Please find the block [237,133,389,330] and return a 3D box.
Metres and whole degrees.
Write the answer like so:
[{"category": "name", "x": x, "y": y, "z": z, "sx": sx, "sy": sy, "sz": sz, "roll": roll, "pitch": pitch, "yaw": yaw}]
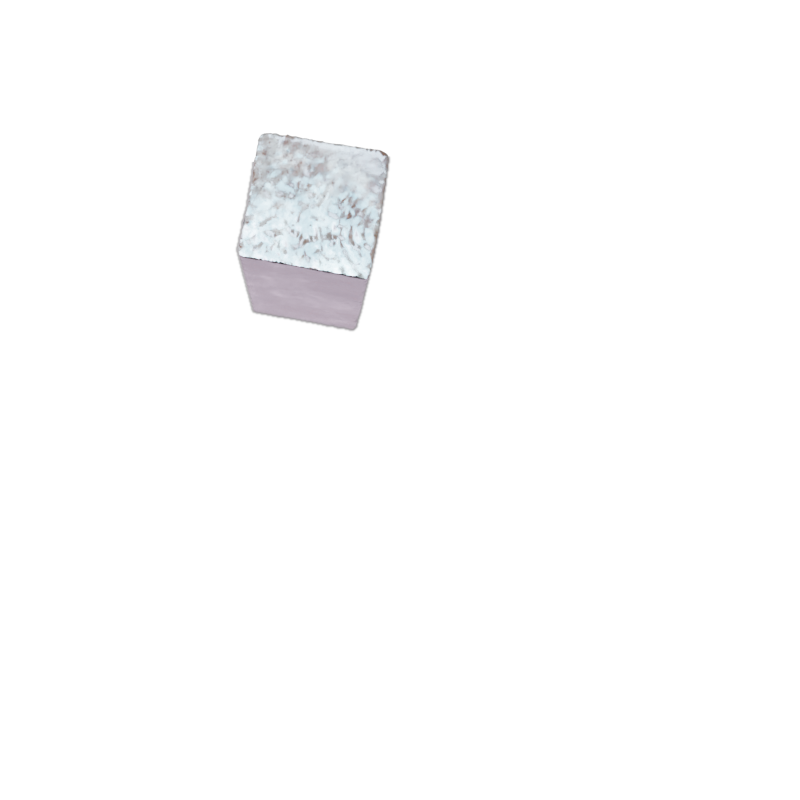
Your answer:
[{"category": "block", "x": -0.065, "y": -0.119, "z": 0.830, "sx": 0.091, "sy": 0.092, "sz": 0.202, "roll": 10, "pitch": -8, "yaw": -2}]
